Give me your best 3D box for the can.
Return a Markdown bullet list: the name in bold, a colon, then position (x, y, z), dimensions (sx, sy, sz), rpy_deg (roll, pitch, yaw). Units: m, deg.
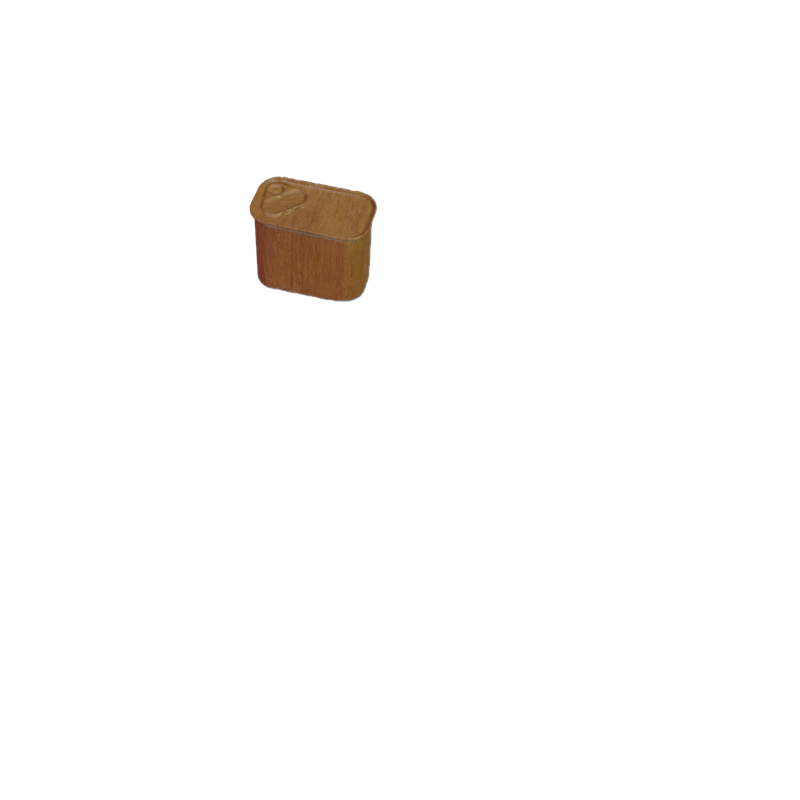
- **can**: position (-0.073, -0.134, 0.937), dimensions (0.104, 0.060, 0.078), rpy_deg (13, -39, 9)
